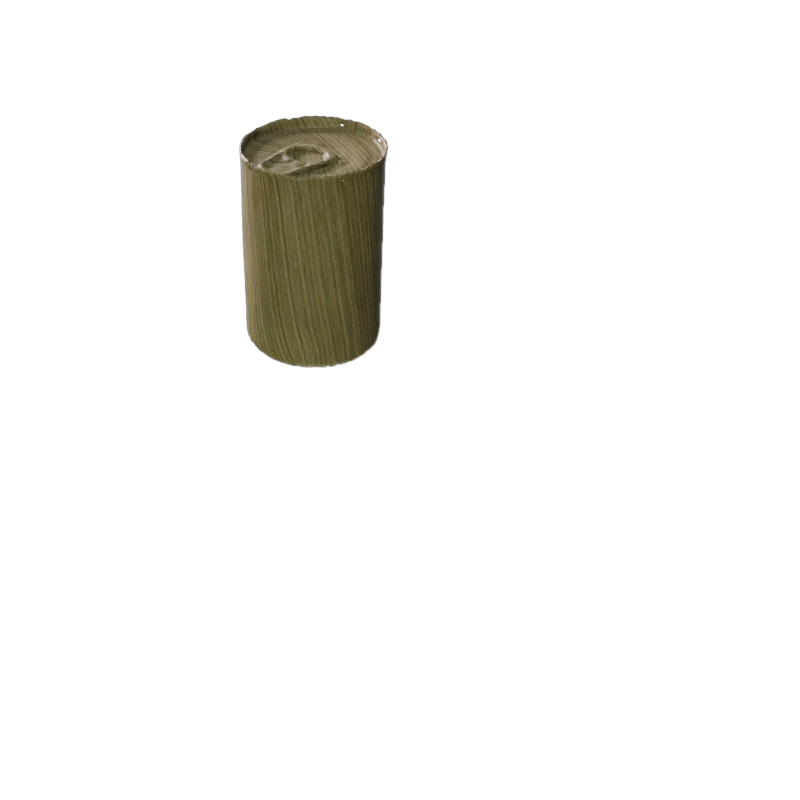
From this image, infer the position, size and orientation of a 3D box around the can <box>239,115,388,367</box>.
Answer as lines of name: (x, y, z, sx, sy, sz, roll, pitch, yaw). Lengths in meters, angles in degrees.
can: (-0.041, -0.076, 0.529, 0.068, 0.096, 0.073, 0, 33, -3)
